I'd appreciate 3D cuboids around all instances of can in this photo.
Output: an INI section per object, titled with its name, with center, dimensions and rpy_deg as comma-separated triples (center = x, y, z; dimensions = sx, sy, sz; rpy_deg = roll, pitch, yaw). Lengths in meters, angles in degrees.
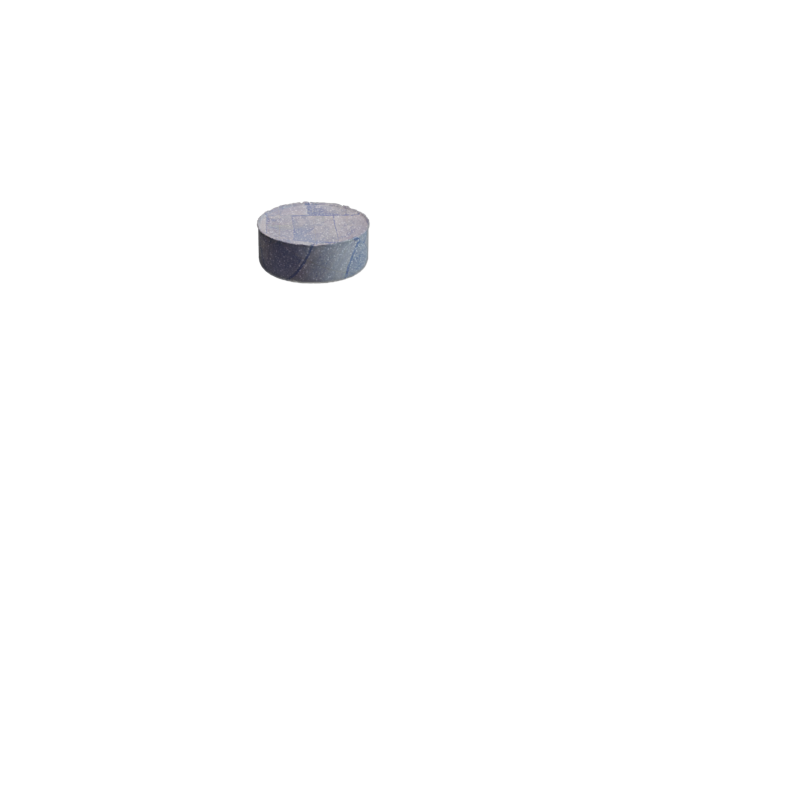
[can]
center = -0.066, -0.121, 0.847
dimensions = 0.086, 0.032, 0.091
rpy_deg = -1, 29, -2
